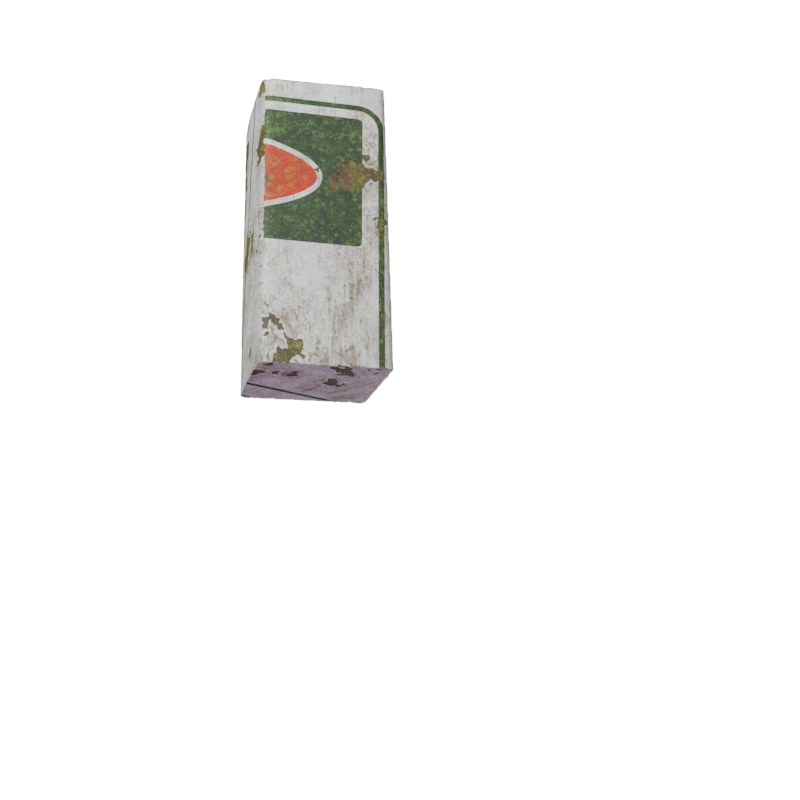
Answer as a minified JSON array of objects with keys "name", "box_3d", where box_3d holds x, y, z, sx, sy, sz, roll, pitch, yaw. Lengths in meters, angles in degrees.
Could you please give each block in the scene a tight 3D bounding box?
[{"name":"block","box_3d":[-0.061,-0.112,0.779,0.089,0.217,0.087,3,-22,-13]}]
